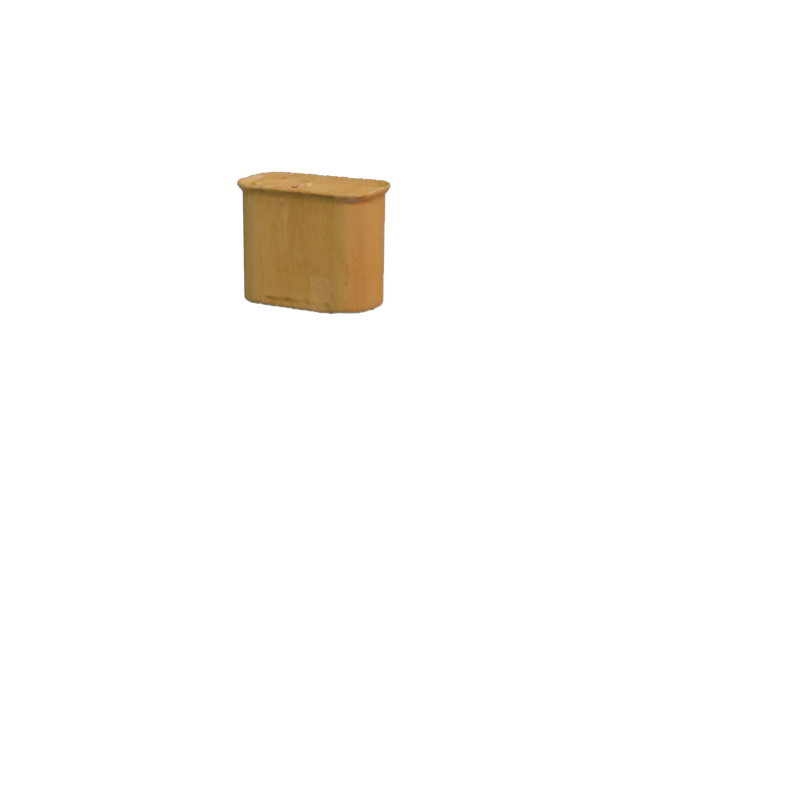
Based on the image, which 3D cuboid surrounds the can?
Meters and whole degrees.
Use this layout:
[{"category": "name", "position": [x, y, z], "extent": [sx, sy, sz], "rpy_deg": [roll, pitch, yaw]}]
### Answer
[{"category": "can", "position": [-0.059, -0.108, 0.757], "extent": [0.106, 0.081, 0.057], "rpy_deg": [9, 18, 24]}]
